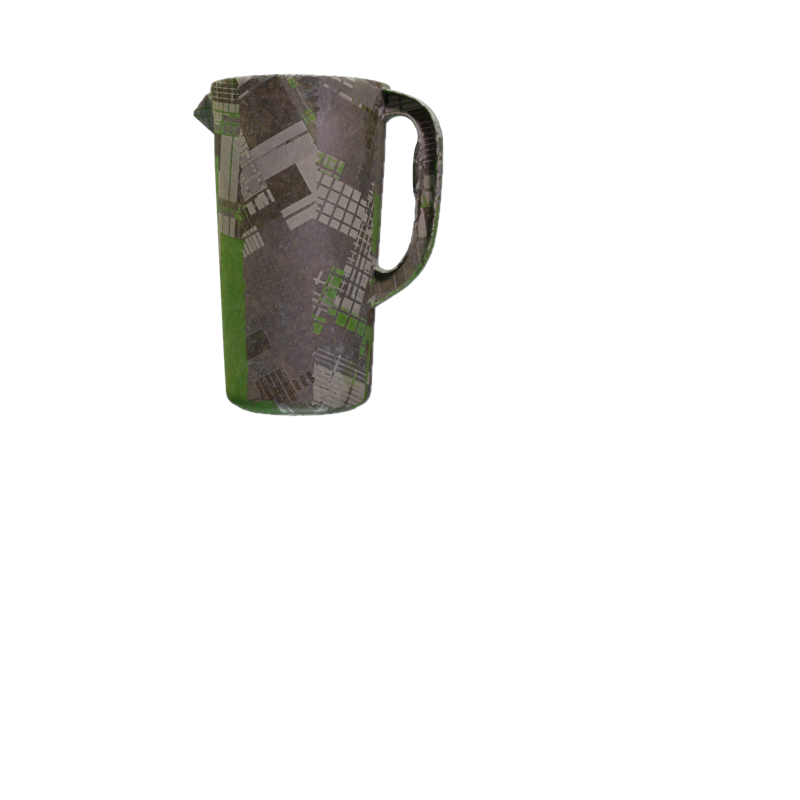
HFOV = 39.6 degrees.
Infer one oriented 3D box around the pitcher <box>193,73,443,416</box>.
[{"bbox_3d":[-0.064,-0.116,0.813,0.140,0.242,0.155,-2,4,-32],"label":"pitcher"}]
